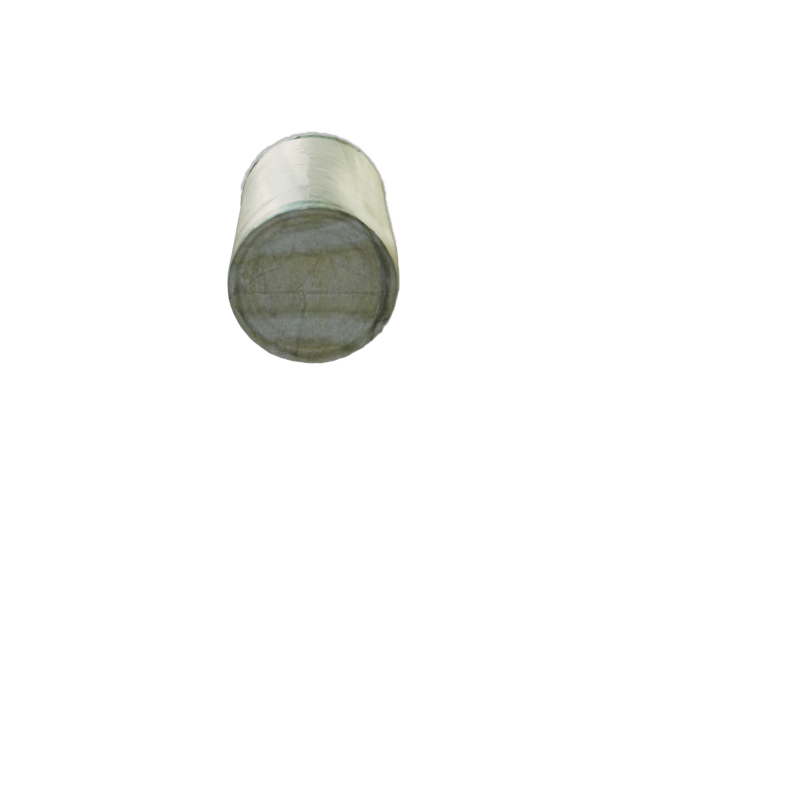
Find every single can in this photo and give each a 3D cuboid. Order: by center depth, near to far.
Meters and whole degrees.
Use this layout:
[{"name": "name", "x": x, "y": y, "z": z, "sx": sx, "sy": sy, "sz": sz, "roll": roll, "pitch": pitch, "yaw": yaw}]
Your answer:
[{"name": "can", "x": -0.037, "y": -0.067, "z": 0.471, "sx": 0.068, "sy": 0.065, "sz": 0.108, "roll": 0, "pitch": 26, "yaw": -3}]
